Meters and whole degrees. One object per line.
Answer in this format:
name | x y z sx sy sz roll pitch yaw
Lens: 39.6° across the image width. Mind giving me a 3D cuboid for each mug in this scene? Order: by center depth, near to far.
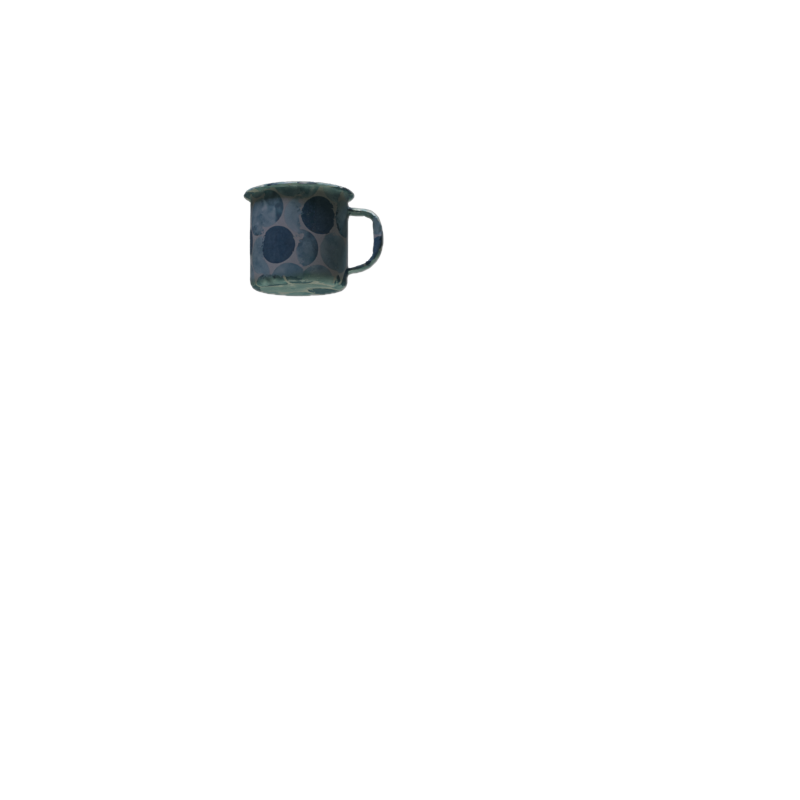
mug | -0.072 -0.132 0.924 0.117 0.083 0.091 0 -7 -1
